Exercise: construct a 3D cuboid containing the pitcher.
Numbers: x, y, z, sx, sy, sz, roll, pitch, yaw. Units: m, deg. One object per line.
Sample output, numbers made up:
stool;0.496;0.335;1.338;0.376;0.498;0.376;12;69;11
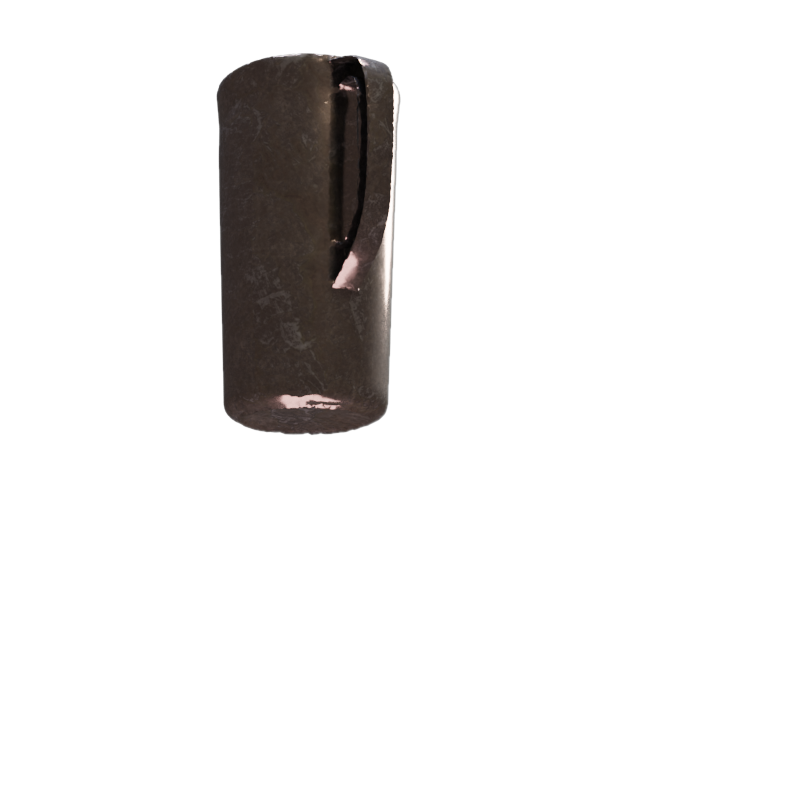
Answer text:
pitcher;-0.059;-0.108;0.754;0.147;0.254;0.140;-6;-19;14
